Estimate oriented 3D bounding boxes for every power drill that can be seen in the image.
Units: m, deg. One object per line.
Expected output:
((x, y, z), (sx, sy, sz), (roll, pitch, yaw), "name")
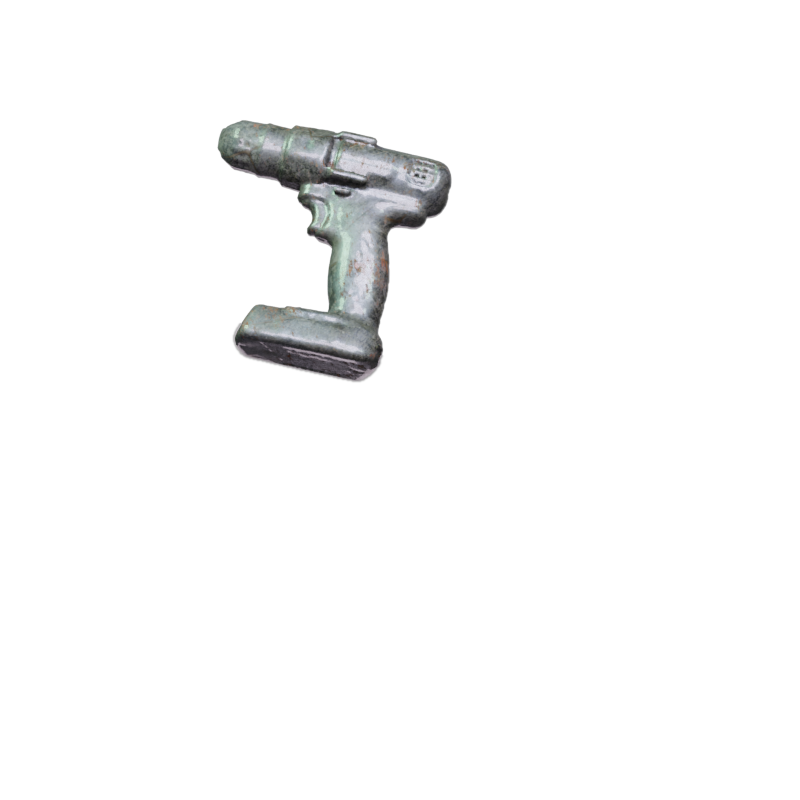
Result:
((-0.065, -0.119, 0.833), (0.186, 0.196, 0.054), (12, -22, 4), "power drill")
